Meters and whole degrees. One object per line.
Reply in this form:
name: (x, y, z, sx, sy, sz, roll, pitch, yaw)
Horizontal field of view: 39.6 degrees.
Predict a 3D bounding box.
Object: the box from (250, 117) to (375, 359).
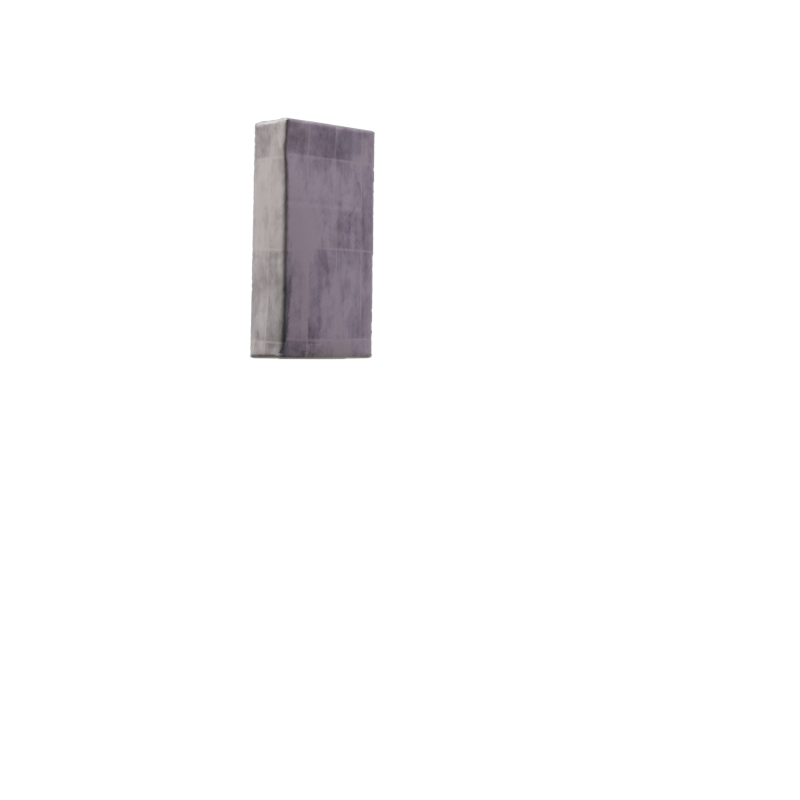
box: (-0.066, -0.120, 0.838, 0.089, 0.178, 0.050, 3, -5, -43)
